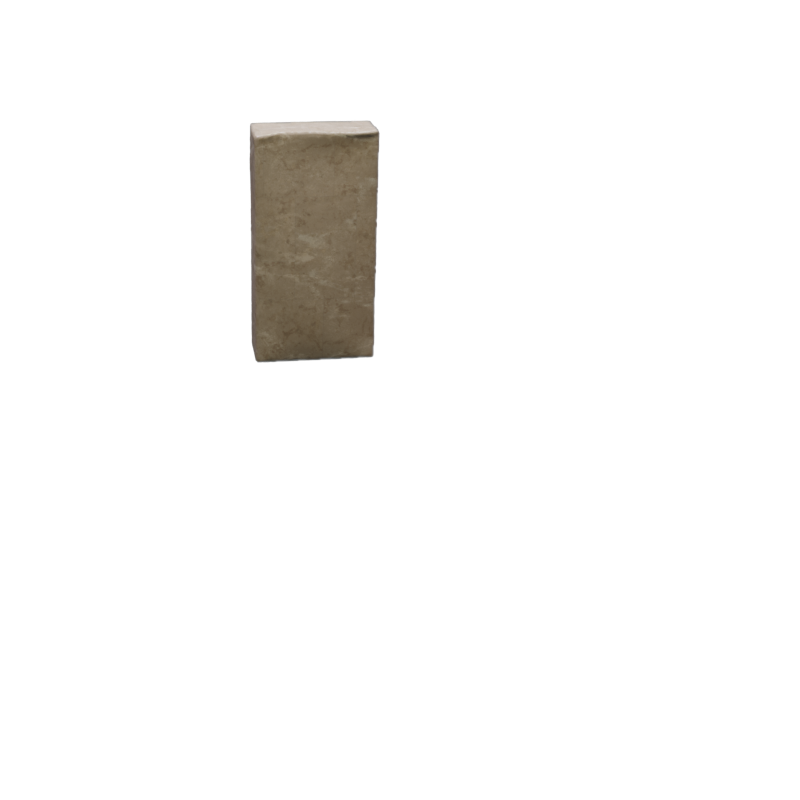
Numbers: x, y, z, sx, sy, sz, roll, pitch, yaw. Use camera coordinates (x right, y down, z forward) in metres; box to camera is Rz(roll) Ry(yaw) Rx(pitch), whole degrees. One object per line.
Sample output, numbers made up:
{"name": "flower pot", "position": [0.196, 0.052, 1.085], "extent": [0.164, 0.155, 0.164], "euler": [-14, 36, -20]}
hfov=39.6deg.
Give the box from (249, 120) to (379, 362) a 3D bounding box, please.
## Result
{"name": "box", "position": [-0.065, -0.118, 0.827], "extent": [0.092, 0.168, 0.051], "euler": [-2, 21, -9]}
